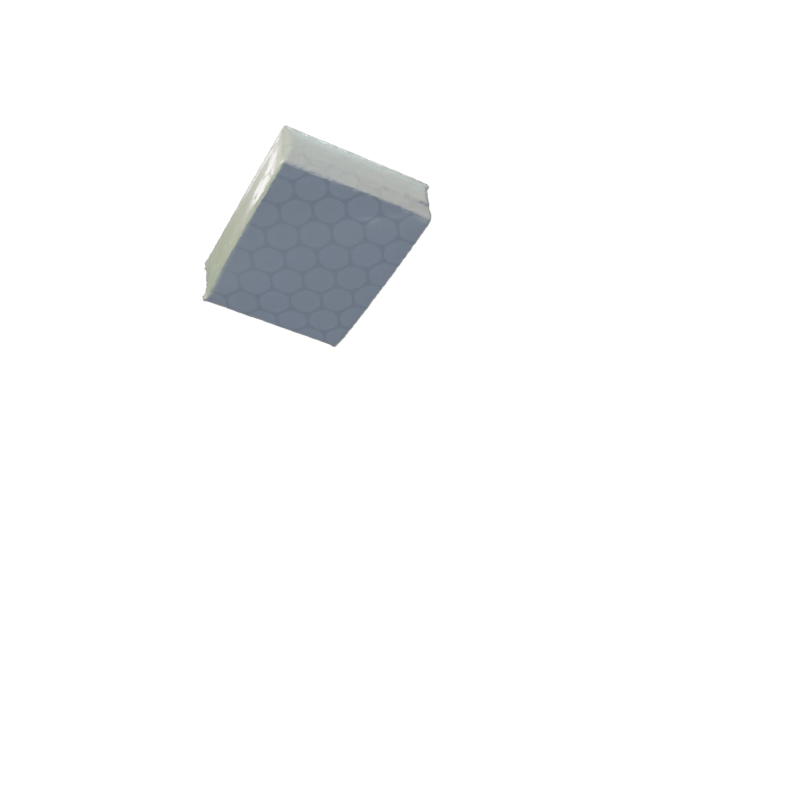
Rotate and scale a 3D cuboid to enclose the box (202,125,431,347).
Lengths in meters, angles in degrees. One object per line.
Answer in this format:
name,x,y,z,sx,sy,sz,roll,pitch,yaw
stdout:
box,-0.048,-0.089,0.621,0.087,0.042,0.110,22,-52,-19
